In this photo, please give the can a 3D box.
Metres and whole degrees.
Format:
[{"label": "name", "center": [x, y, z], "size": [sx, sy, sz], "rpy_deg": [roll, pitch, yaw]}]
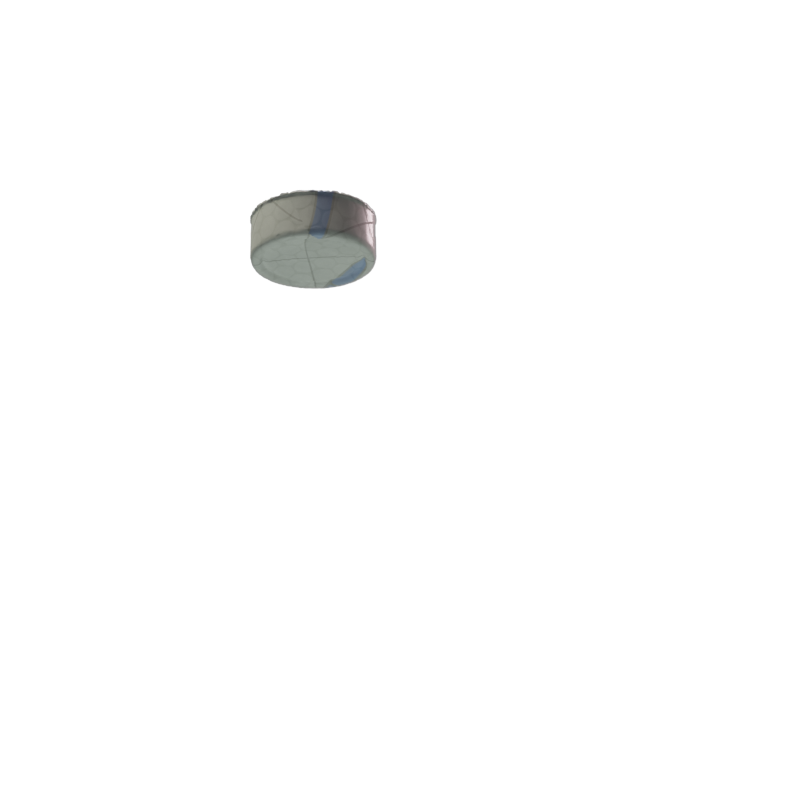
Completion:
[{"label": "can", "center": [-0.058, -0.106, 0.746], "size": [0.086, 0.035, 0.082], "rpy_deg": [0, -21, -2]}]
